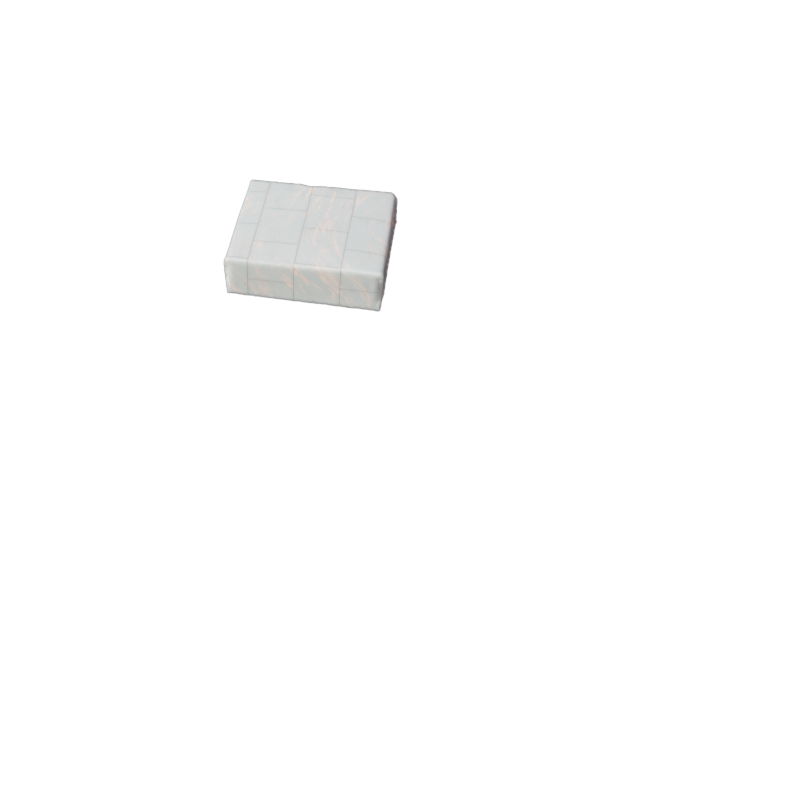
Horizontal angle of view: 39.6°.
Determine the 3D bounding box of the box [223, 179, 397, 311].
[{"bbox_3d":[-0.049,-0.090,0.631,0.090,0.028,0.078,6,45,5],"label":"box"}]
